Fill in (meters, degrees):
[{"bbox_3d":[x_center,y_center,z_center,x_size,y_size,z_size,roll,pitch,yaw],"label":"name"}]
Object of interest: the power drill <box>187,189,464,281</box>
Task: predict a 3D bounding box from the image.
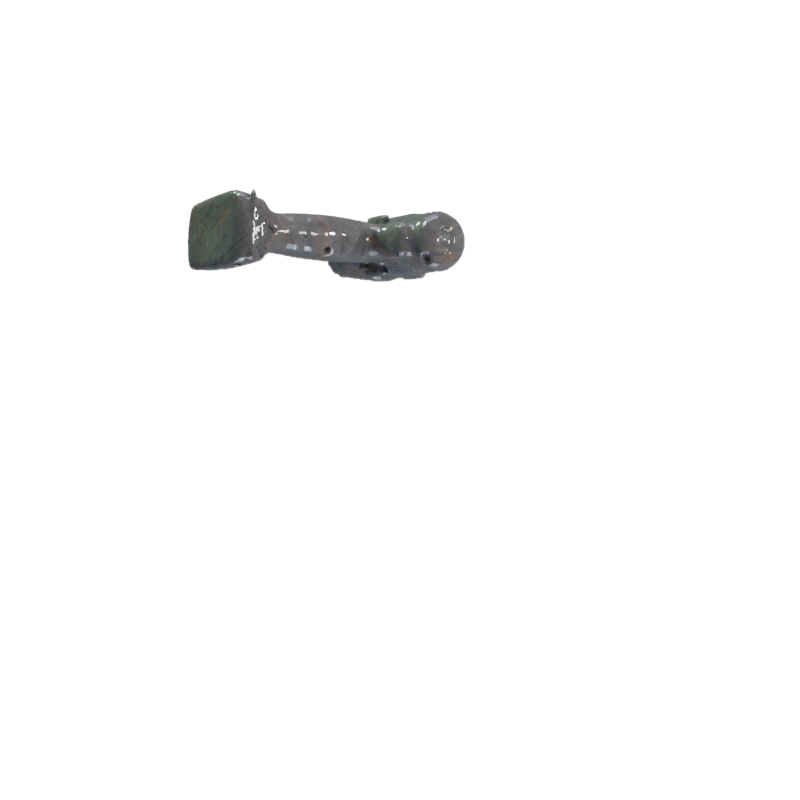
[{"bbox_3d":[-0.069,-0.126,0.880,0.182,0.058,0.189,0,0,-27],"label":"power drill"}]
